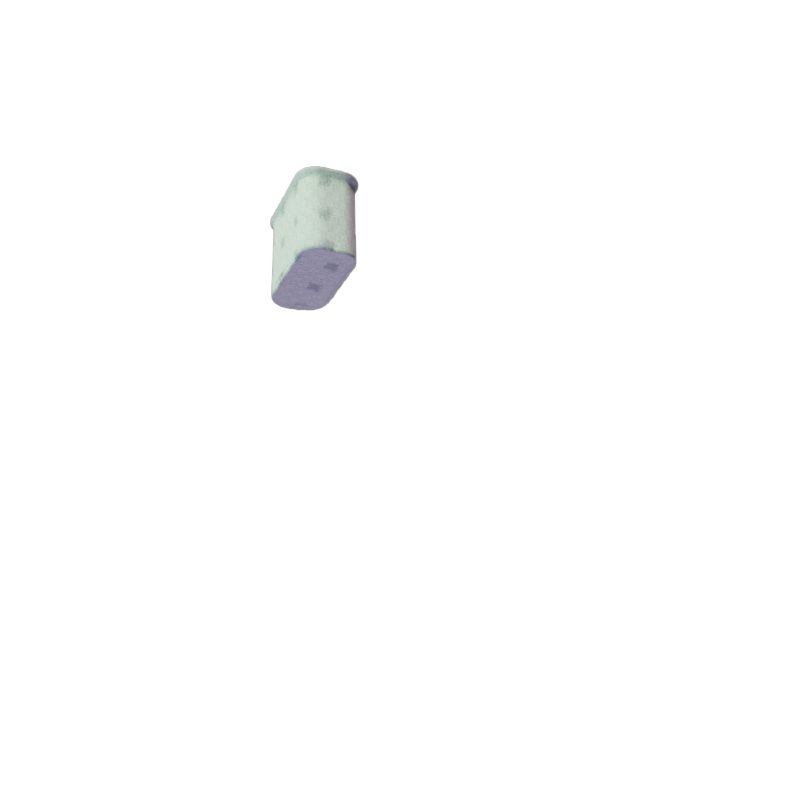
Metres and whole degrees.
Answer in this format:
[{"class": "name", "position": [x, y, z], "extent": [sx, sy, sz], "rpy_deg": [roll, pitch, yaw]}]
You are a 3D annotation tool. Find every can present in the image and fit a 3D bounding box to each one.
[{"class": "can", "position": [-0.075, -0.136, 0.952], "extent": [0.056, 0.089, 0.099], "rpy_deg": [12, -33, -21]}]
